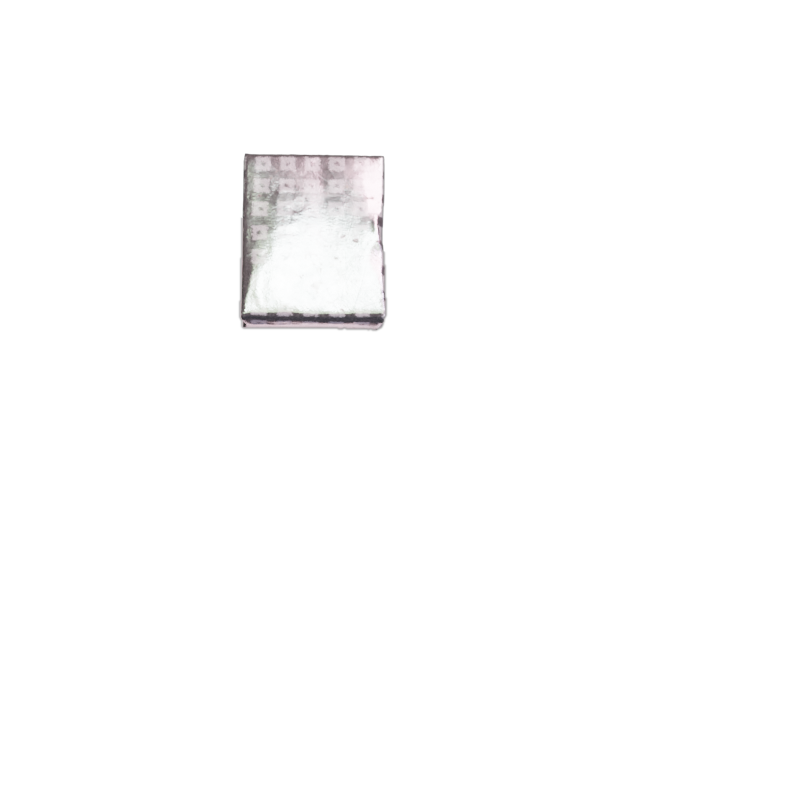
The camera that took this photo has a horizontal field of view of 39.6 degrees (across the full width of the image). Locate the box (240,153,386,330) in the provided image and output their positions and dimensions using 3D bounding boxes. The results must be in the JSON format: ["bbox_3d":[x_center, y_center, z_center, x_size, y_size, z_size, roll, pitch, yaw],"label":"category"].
[{"bbox_3d":[-0.044,-0.081,0.568,0.073,0.093,0.029,0,-17,-1],"label":"box"}]
